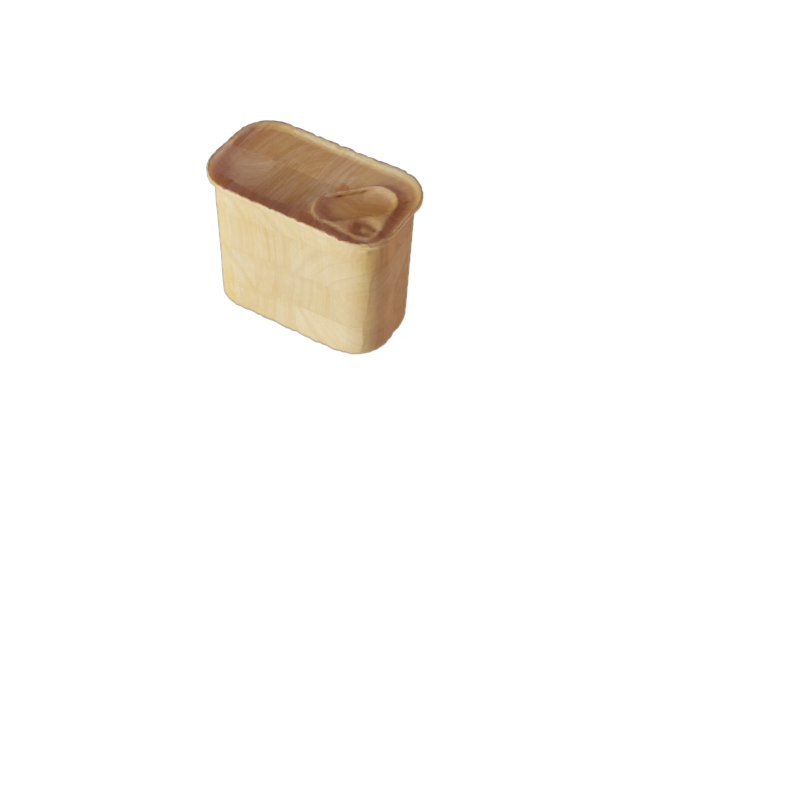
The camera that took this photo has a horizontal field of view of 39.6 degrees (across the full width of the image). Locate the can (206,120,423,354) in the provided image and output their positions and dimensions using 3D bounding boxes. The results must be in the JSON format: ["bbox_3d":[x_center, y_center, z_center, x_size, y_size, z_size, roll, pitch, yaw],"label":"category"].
[{"bbox_3d":[-0.043,-0.078,0.548,0.106,0.078,0.059,26,52,20],"label":"can"}]
